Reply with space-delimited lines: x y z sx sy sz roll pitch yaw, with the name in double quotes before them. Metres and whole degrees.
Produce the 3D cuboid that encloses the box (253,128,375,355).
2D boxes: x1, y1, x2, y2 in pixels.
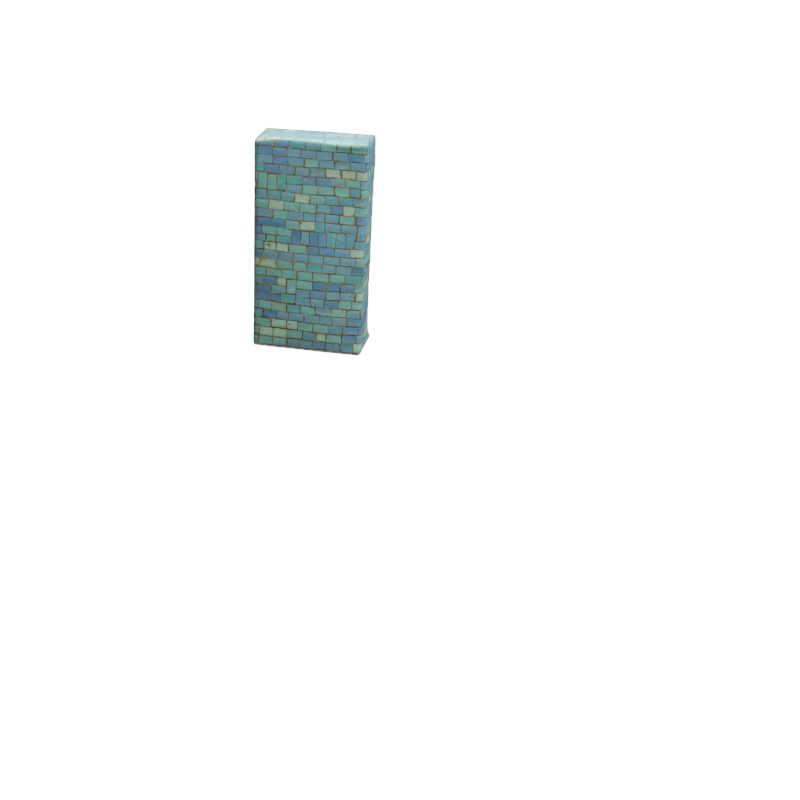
"box" -0.071 -0.128 0.898 0.095 0.168 0.049 6 22 10
